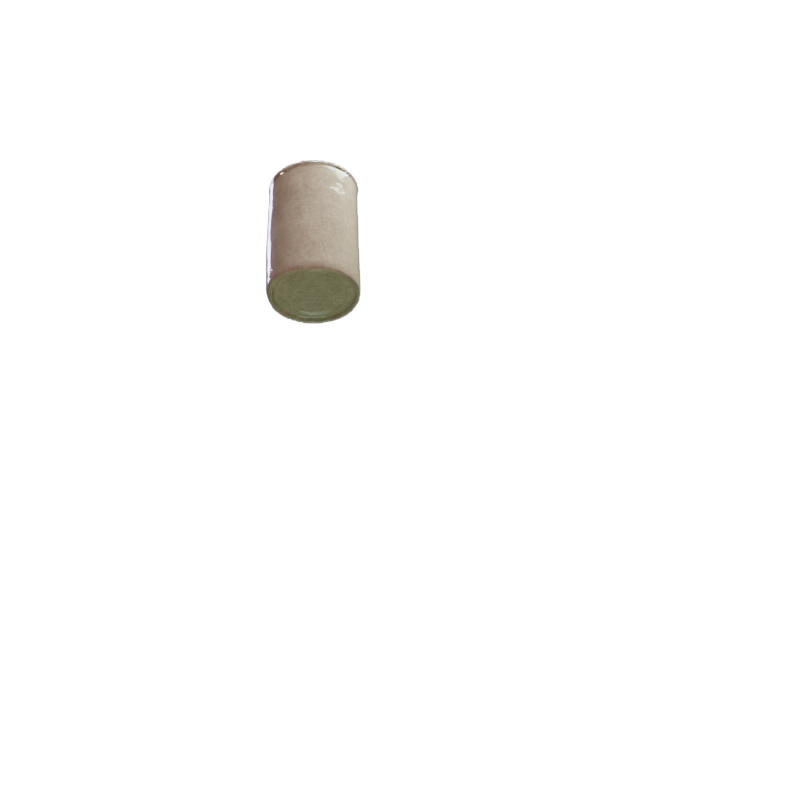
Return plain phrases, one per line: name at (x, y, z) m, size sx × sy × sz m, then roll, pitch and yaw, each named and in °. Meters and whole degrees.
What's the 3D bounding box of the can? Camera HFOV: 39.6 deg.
can at (-0.064, -0.116, 0.811) m, size 0.068 × 0.109 × 0.064 m, roll -1°, pitch -36°, yaw -3°
